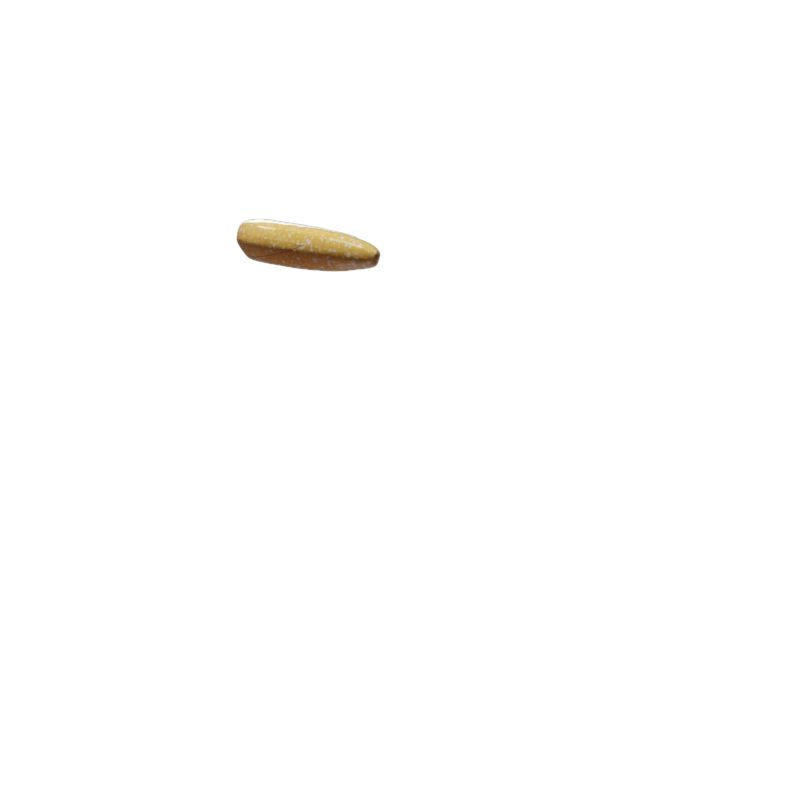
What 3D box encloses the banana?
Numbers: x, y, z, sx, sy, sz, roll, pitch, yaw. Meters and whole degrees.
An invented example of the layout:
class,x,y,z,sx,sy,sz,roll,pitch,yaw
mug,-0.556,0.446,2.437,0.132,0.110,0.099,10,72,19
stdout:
class,x,y,z,sx,sy,sz,roll,pitch,yaw
banana,-0.092,-0.134,0.939,0.068,0.036,0.208,-6,14,-28
